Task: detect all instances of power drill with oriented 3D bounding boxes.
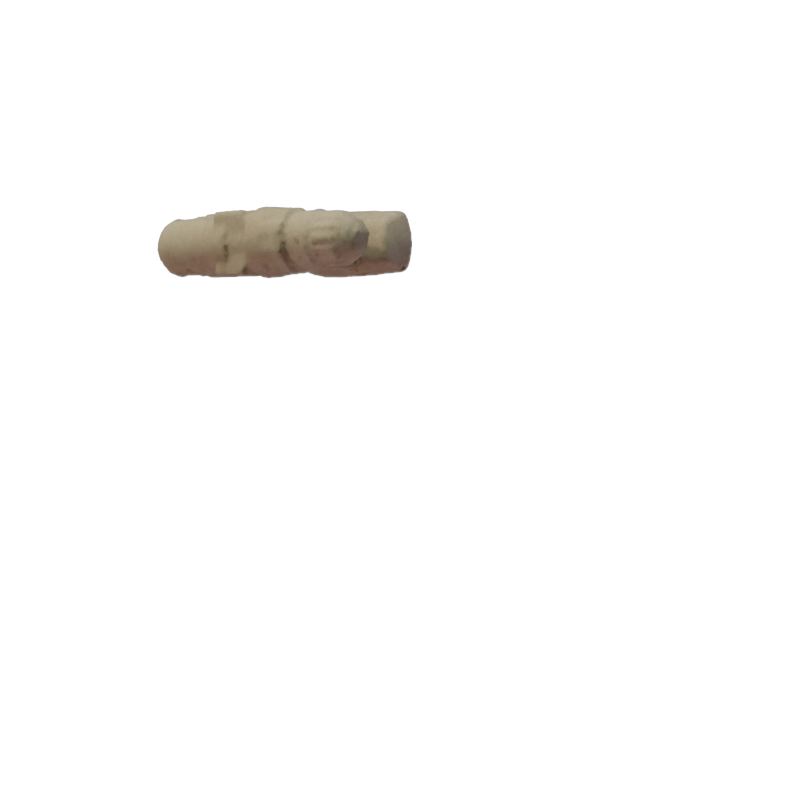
[{"bbox_3d":[-0.069,-0.125,0.878,0.191,0.057,0.181,4,7,33],"label":"power drill"}]
